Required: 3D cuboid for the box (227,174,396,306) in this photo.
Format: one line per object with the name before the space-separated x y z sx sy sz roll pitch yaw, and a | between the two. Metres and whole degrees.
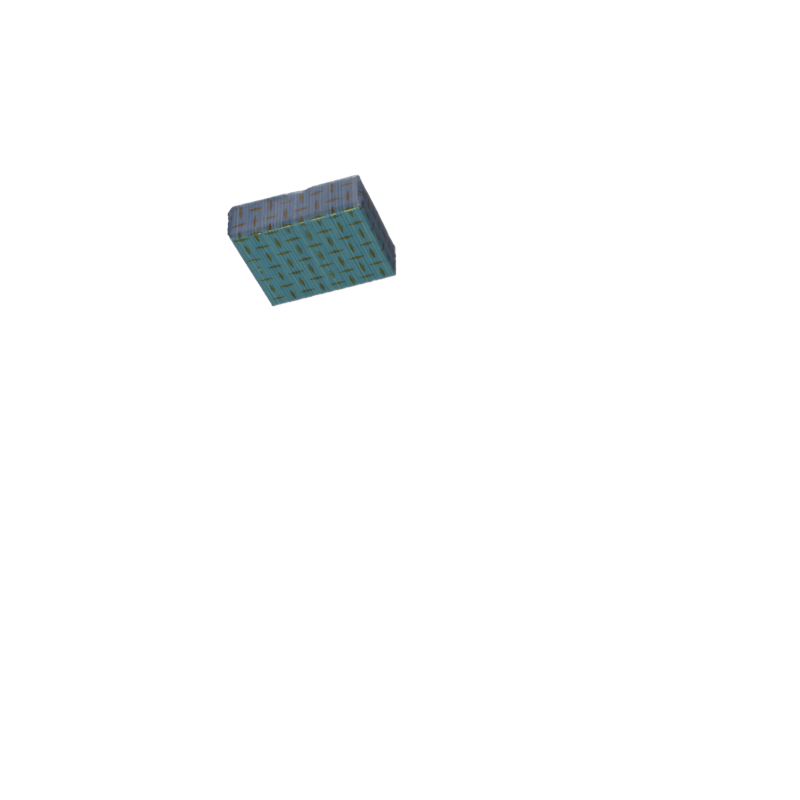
box | -0.055 -0.100 0.703 0.090 0.032 0.067 -12 -38 15
